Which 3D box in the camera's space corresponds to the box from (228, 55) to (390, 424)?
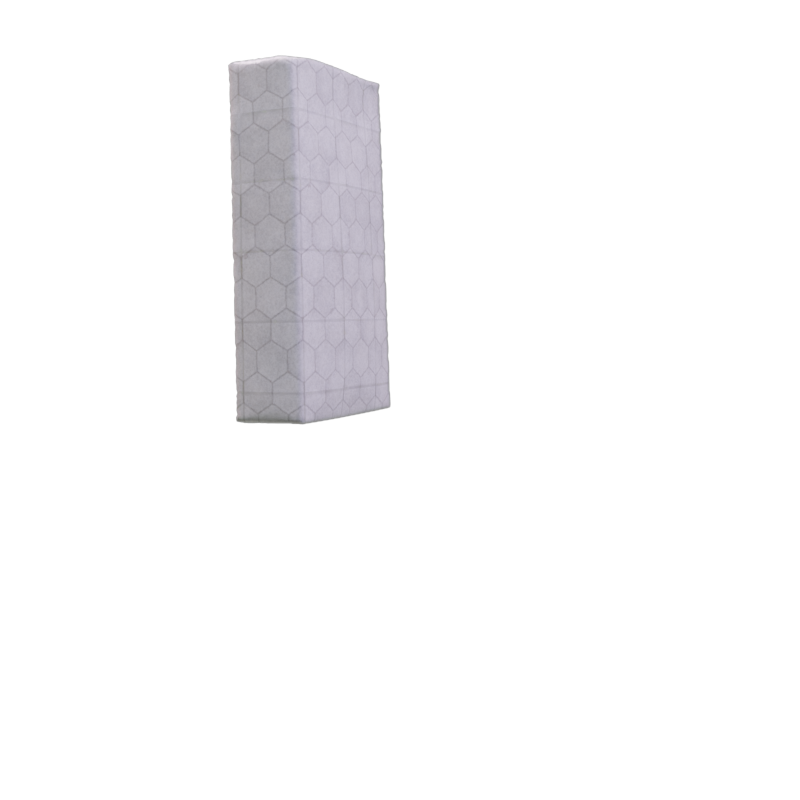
[{"bbox_3d":[-0.044,-0.081,0.565,0.050,0.177,0.090,-1,-1,28],"label":"box"}]
